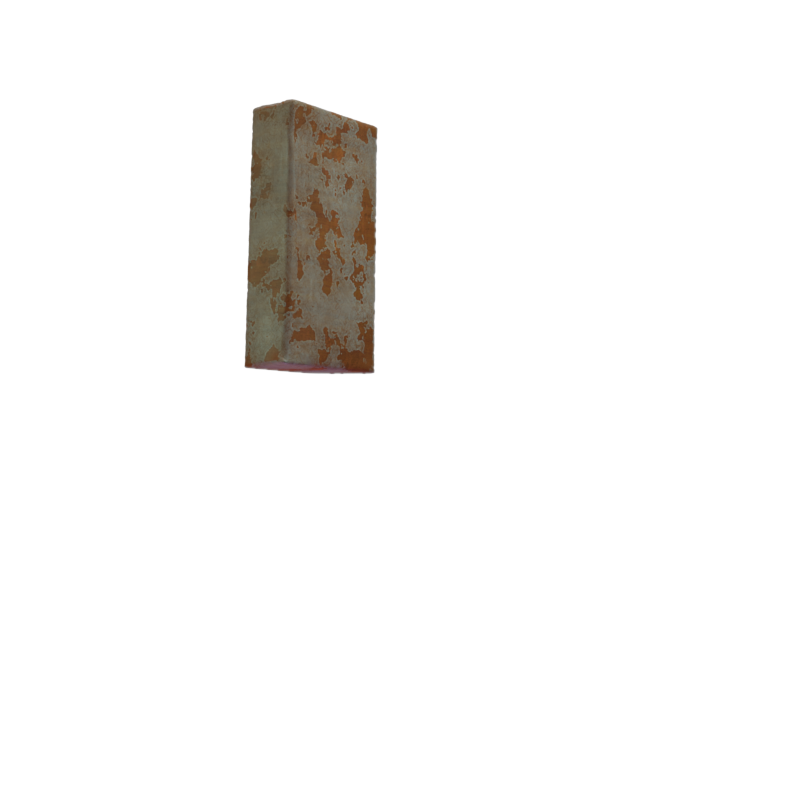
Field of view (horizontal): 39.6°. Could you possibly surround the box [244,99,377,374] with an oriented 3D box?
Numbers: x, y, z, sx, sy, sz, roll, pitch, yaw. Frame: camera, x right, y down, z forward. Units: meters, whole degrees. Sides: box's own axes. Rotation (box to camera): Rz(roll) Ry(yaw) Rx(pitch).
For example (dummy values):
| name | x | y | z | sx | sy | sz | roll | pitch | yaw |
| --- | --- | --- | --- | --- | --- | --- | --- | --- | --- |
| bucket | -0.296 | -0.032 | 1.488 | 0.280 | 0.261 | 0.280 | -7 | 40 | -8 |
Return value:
| name | x | y | z | sx | sy | sz | roll | pitch | yaw |
| --- | --- | --- | --- | --- | --- | --- | --- | --- | --- |
| box | -0.059 | -0.108 | 0.757 | 0.049 | 0.181 | 0.089 | -9 | -12 | 38 |
